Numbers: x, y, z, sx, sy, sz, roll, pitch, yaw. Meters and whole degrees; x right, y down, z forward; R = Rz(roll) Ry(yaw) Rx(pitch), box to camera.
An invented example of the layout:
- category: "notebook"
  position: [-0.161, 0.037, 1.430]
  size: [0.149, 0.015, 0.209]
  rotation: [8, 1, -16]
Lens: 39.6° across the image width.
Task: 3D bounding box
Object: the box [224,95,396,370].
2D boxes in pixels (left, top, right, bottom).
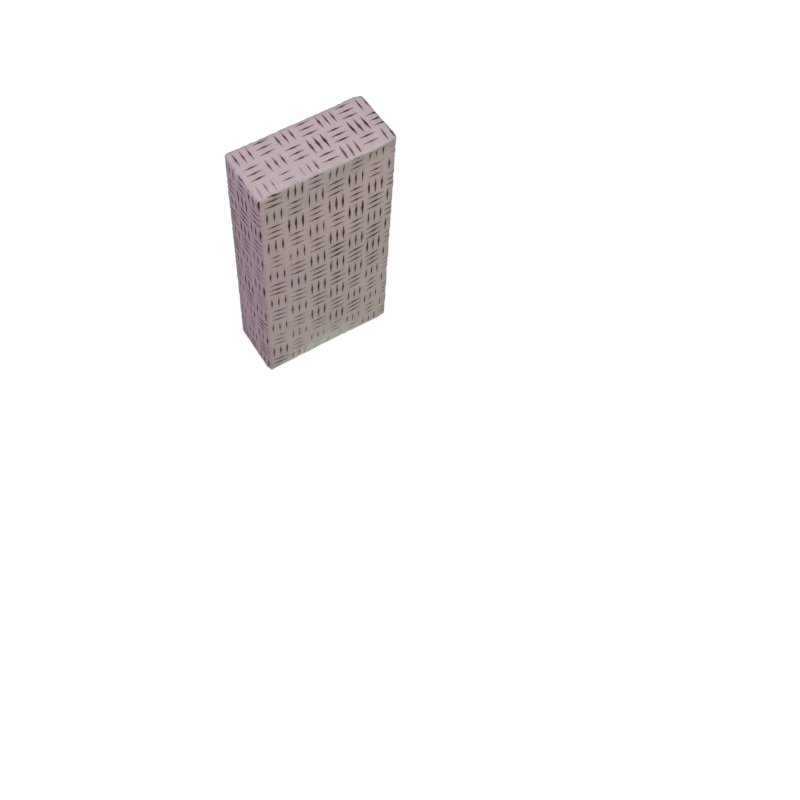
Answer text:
- category: "box"
  position: [-0.053, -0.097, 0.682]
  size: [0.093, 0.051, 0.165]
  rotation: [-28, -24, -18]
